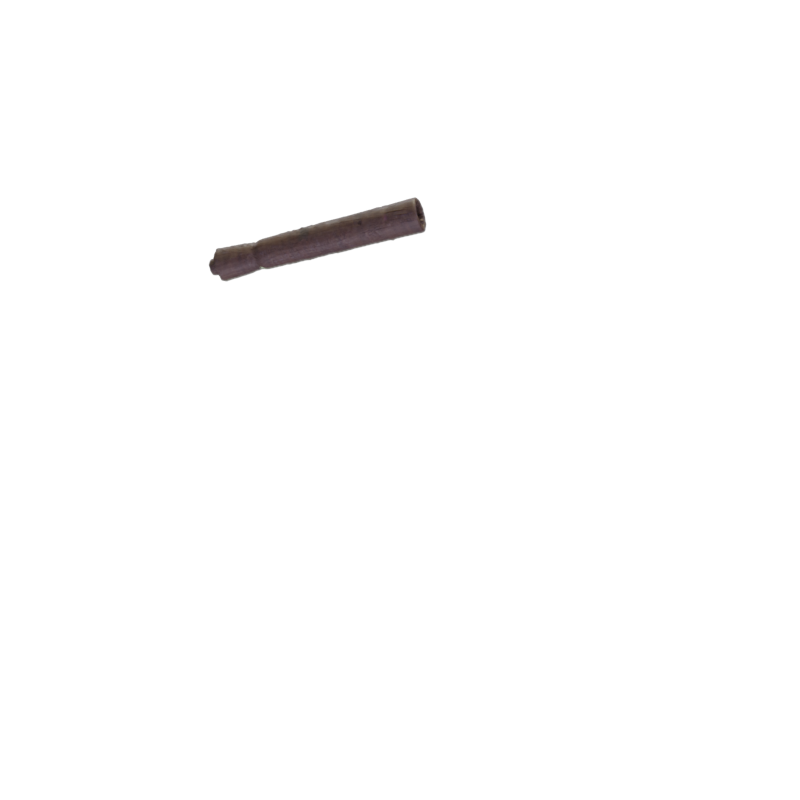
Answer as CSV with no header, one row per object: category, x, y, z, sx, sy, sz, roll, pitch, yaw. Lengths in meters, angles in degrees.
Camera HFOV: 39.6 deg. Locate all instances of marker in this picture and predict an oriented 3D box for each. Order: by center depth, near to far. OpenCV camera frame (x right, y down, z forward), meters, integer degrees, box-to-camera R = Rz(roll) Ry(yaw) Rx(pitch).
marker,-0.046,-0.084,0.592,0.122,0.020,0.019,-12,0,18
